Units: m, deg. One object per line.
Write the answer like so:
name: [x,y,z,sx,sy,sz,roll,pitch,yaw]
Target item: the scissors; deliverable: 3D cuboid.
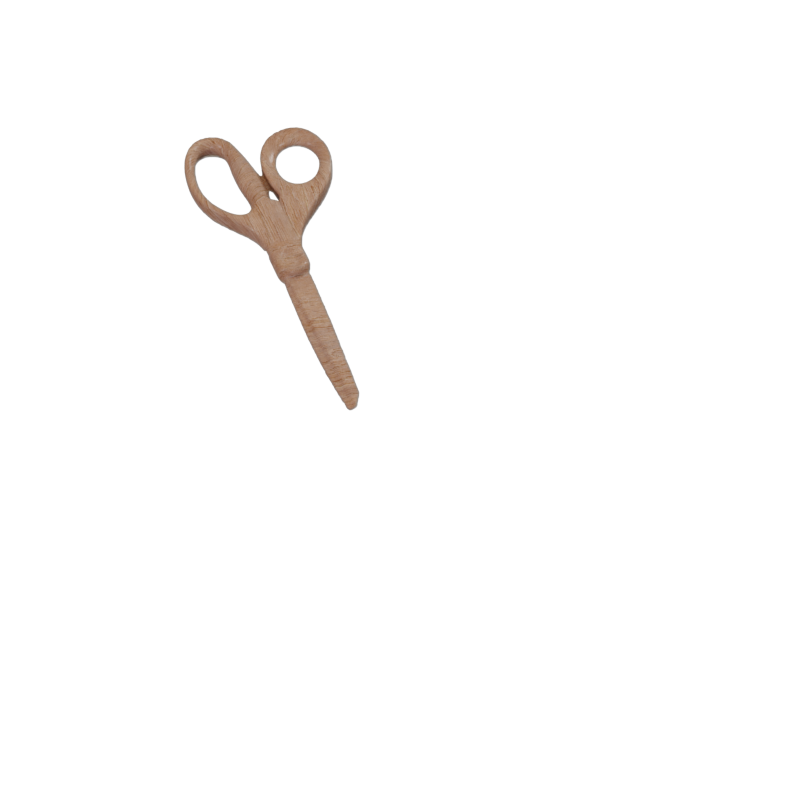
scissors: [-0.049,-0.090,0.628,0.096,0.216,0.015,-30,-30,-20]
